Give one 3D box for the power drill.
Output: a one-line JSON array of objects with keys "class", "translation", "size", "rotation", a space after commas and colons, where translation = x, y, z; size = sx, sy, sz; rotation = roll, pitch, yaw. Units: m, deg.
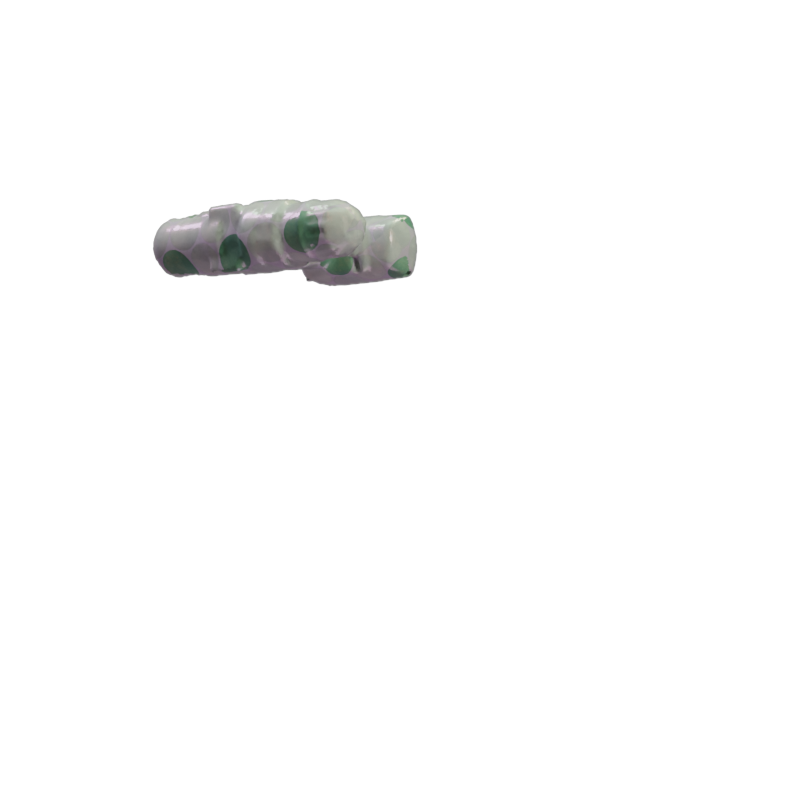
[{"class": "power drill", "translation": [-0.067, -0.122, 0.853], "size": [0.191, 0.058, 0.180], "rotation": [1, 2, 35]}]
